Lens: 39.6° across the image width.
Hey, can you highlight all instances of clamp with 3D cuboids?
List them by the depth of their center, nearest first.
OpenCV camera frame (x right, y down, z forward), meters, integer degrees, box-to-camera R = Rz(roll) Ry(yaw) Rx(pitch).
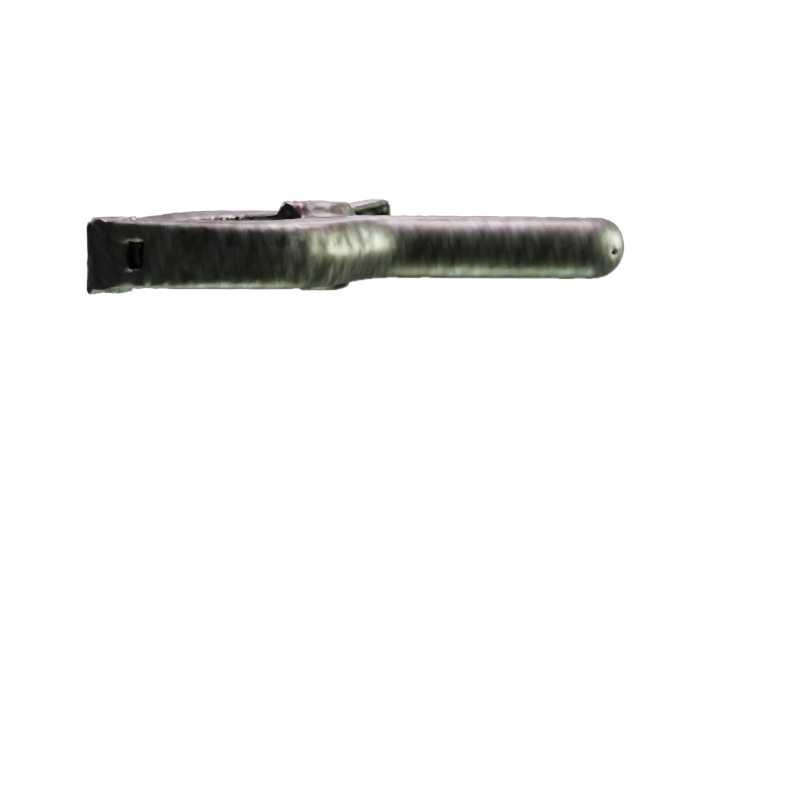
[{"bbox_3d":[-0.037,-0.068,0.473,0.204,0.036,0.173,-7,14,-30],"label":"clamp"}]
